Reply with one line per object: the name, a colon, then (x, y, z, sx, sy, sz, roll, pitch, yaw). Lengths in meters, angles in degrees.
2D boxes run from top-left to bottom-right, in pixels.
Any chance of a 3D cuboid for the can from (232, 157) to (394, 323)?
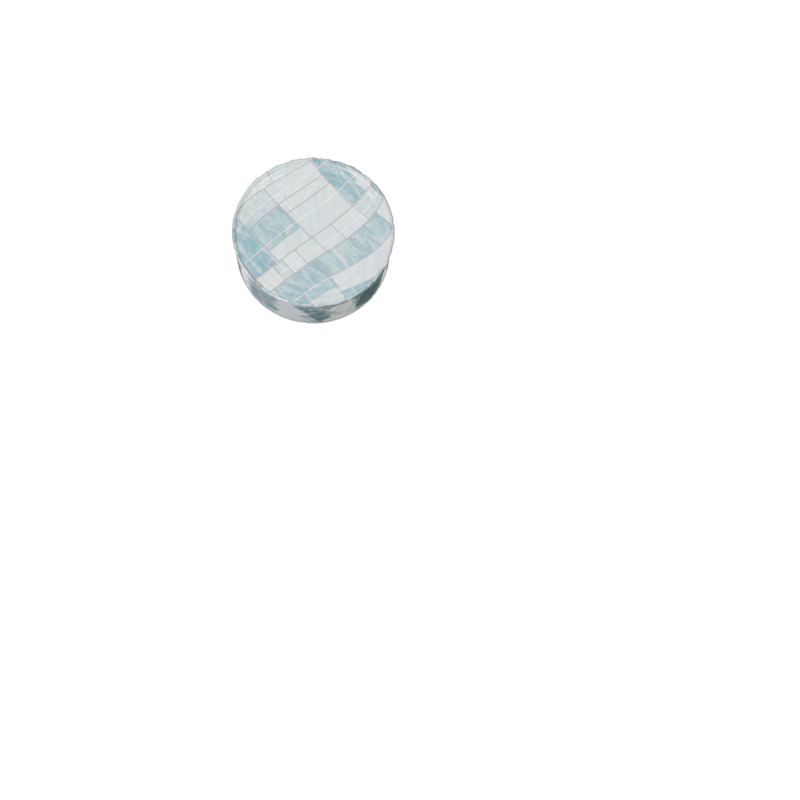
can: (-0.047, -0.085, 0.598, 0.086, 0.090, 0.032, -1, -21, -1)
